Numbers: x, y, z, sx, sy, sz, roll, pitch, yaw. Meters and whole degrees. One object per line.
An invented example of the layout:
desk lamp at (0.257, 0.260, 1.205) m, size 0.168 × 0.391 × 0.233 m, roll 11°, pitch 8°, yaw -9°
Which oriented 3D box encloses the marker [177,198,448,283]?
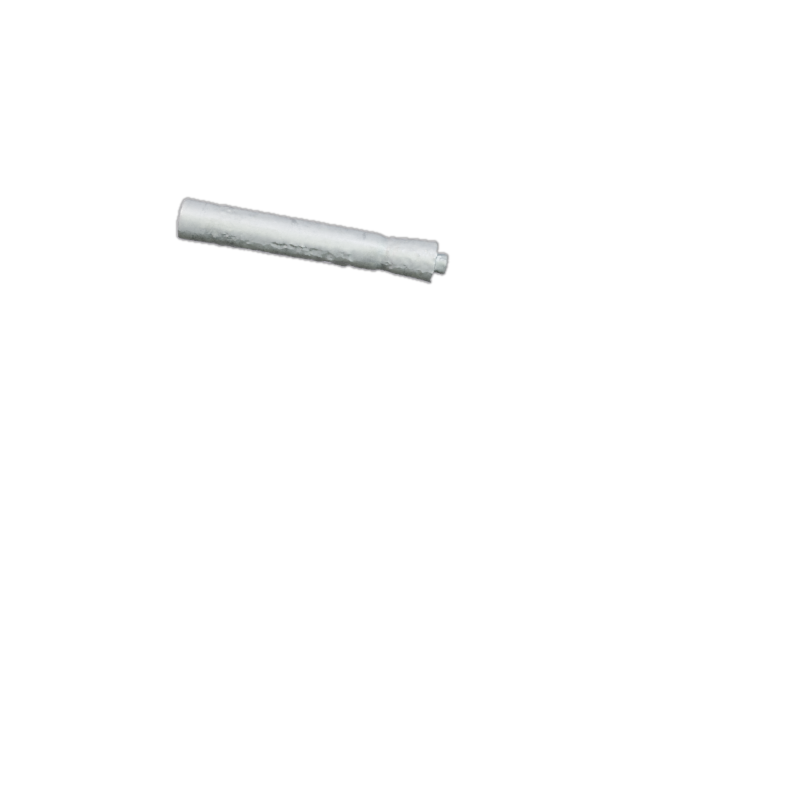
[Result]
marker at (-0.039, -0.071, 0.497) m, size 0.121 × 0.020 × 0.020 m, roll 10°, pitch 4°, yaw 2°
